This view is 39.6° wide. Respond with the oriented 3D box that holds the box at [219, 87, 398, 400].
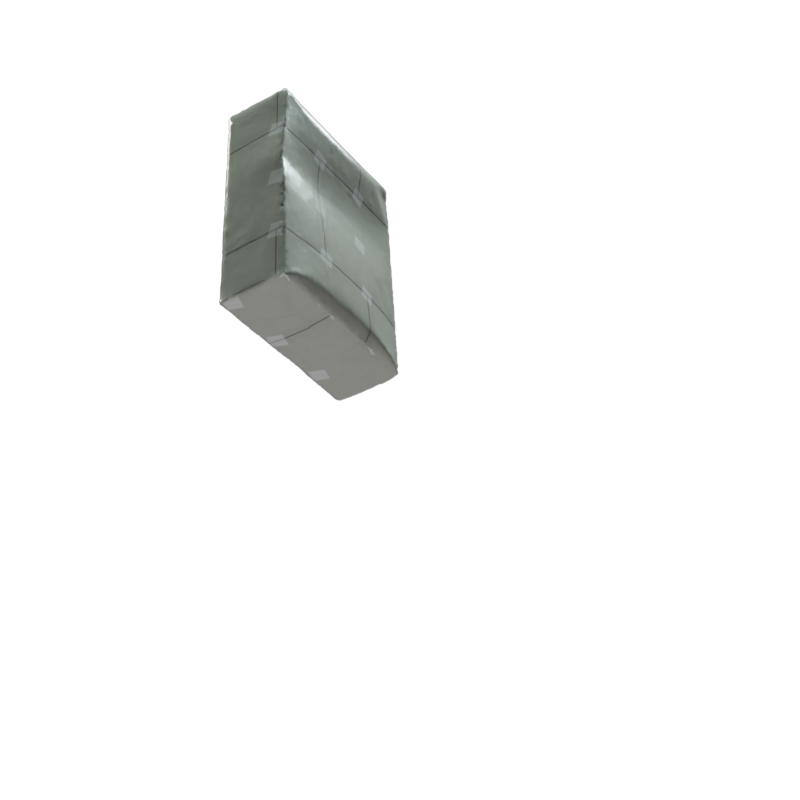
[{"bbox_3d":[-0.073,-0.133,0.933,0.072,0.229,0.152,-25,-43,25],"label":"box"}]
